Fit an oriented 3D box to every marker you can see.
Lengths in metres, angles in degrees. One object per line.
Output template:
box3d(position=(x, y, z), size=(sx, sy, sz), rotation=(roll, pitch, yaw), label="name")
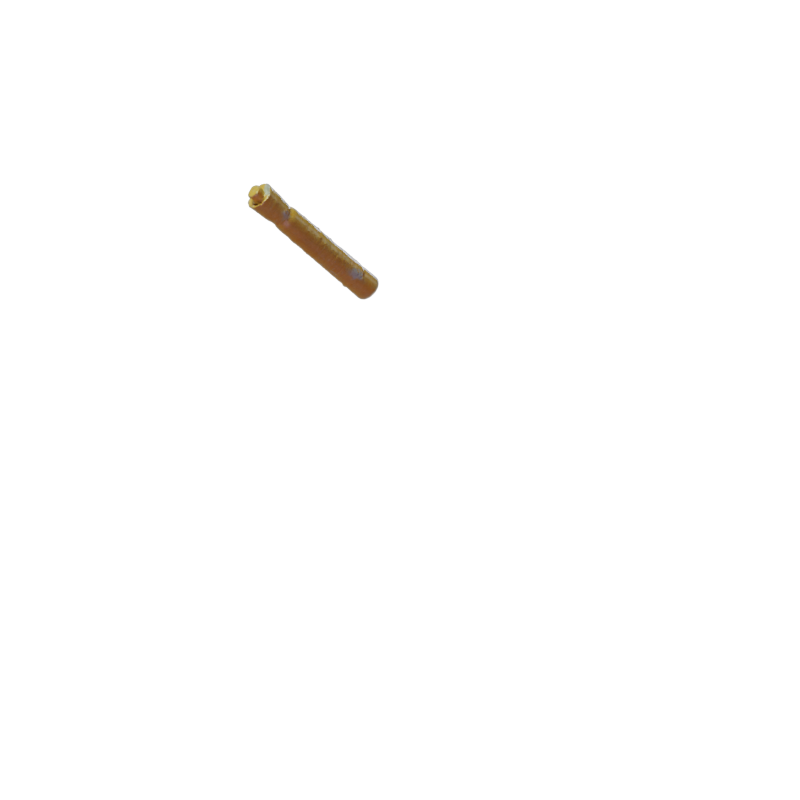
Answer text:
box3d(position=(-0.057, -0.105, 0.732), size=(0.021, 0.020, 0.113), rotation=(3, -27, 47), label="marker")
